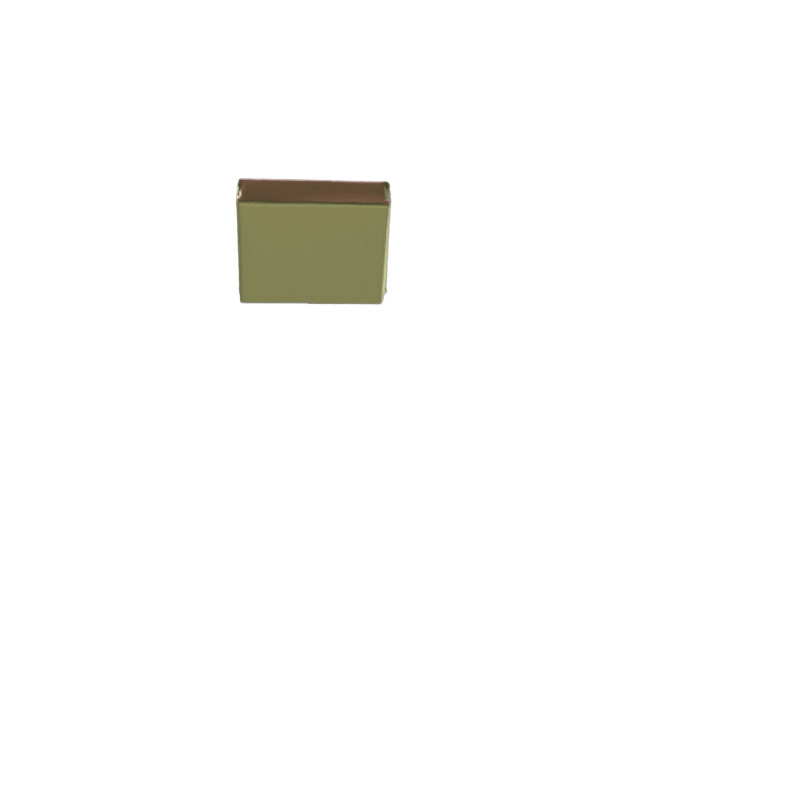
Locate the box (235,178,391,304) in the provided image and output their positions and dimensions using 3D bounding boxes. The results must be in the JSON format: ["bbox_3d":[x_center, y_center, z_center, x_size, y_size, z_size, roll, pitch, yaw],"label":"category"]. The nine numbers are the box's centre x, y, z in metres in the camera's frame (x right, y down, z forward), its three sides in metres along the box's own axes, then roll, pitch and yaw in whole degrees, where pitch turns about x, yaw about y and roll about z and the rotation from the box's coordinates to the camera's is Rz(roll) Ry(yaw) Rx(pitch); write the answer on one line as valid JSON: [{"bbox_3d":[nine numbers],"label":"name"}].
[{"bbox_3d":[-0.051,-0.093,0.654,0.089,0.068,0.032,1,38,-1],"label":"box"}]
